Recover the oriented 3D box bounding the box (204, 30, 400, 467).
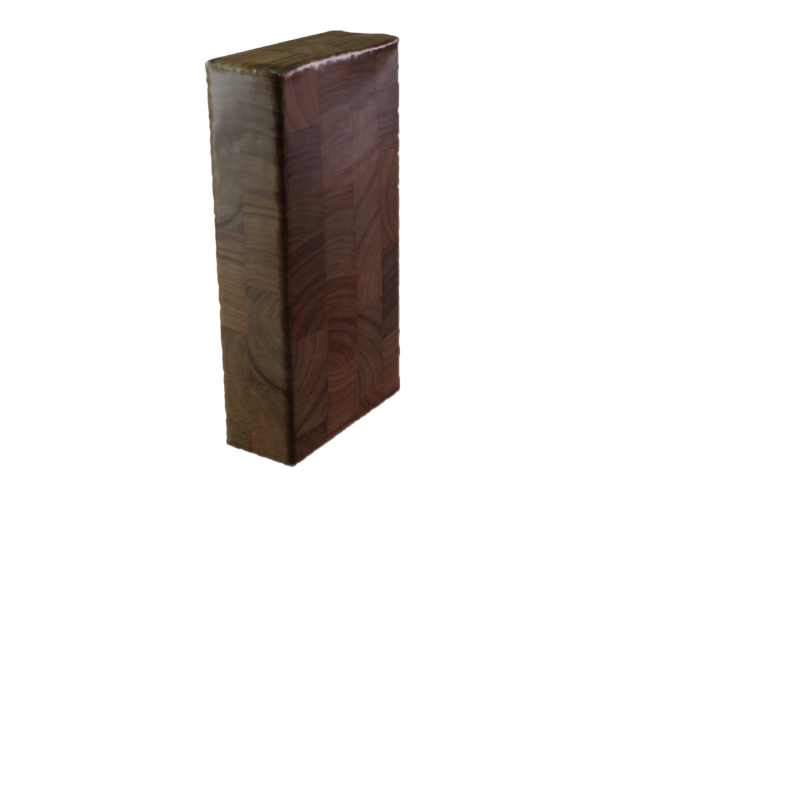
[{"bbox_3d":[-0.039,-0.071,0.497,0.050,0.168,0.093,15,27,29],"label":"box"}]
